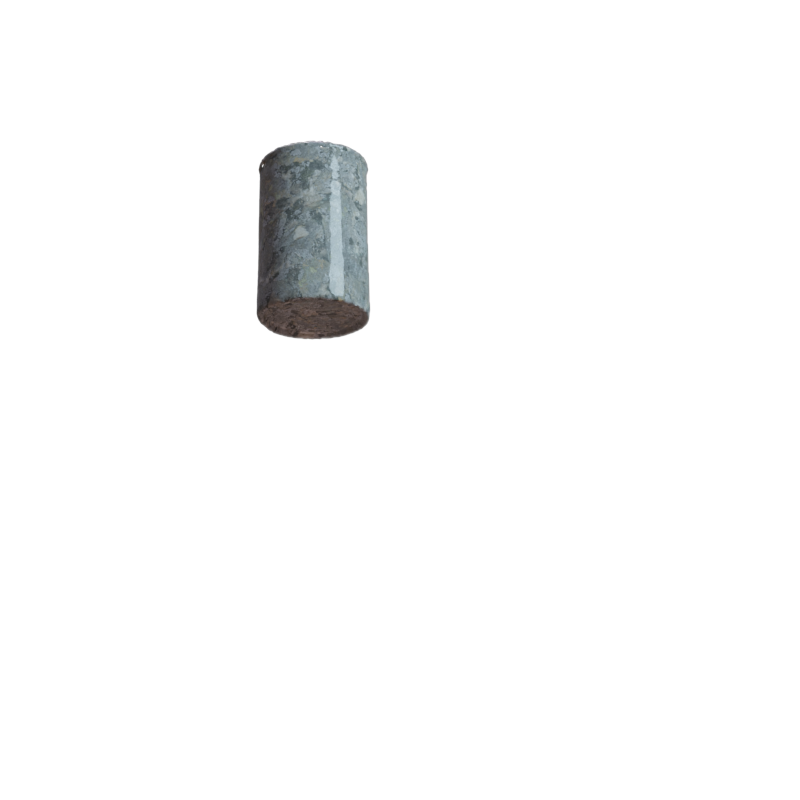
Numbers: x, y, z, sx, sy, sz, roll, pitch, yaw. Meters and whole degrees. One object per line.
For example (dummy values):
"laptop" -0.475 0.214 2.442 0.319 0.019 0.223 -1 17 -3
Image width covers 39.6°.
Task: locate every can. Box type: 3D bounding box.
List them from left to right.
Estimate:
"can" -0.052 -0.096 0.669 0.068 0.108 0.065 0 -23 -2
